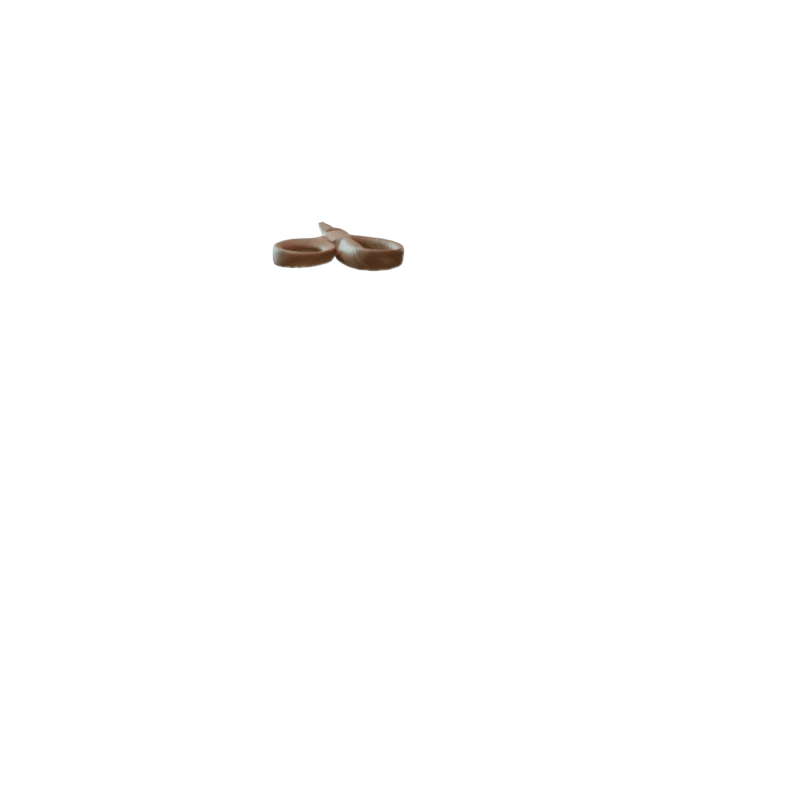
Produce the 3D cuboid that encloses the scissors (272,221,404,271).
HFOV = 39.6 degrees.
[{"bbox_3d":[-0.063,-0.115,0.803,0.094,0.015,0.212,-6,16,-22],"label":"scissors"}]
